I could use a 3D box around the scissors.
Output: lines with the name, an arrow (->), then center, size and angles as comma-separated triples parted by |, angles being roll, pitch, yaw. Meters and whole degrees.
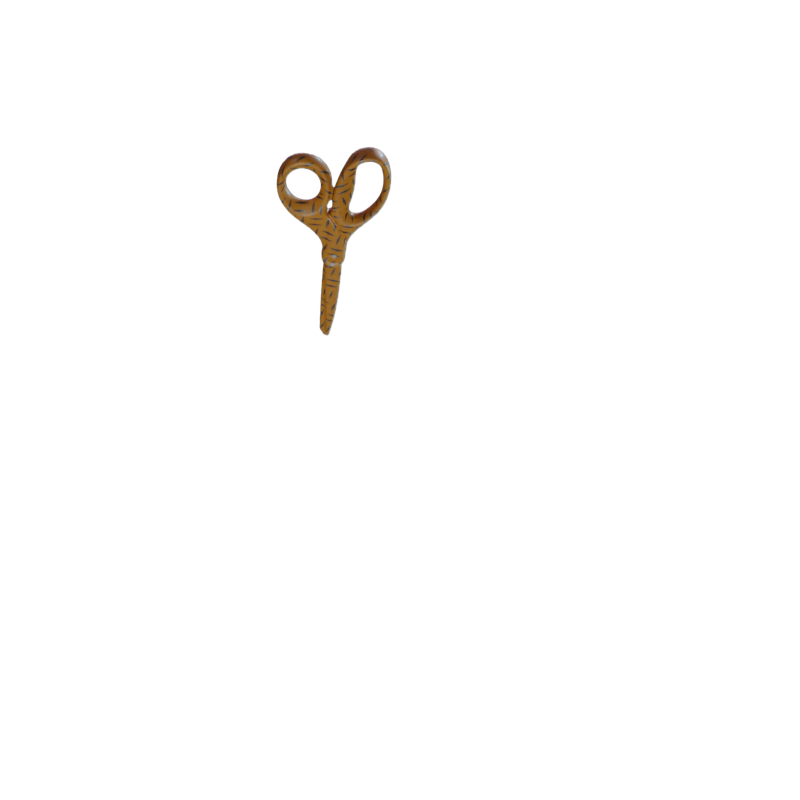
scissors -> -0.070, -0.127, 0.890 | 0.094, 0.017, 0.193 | 16, -46, -16
